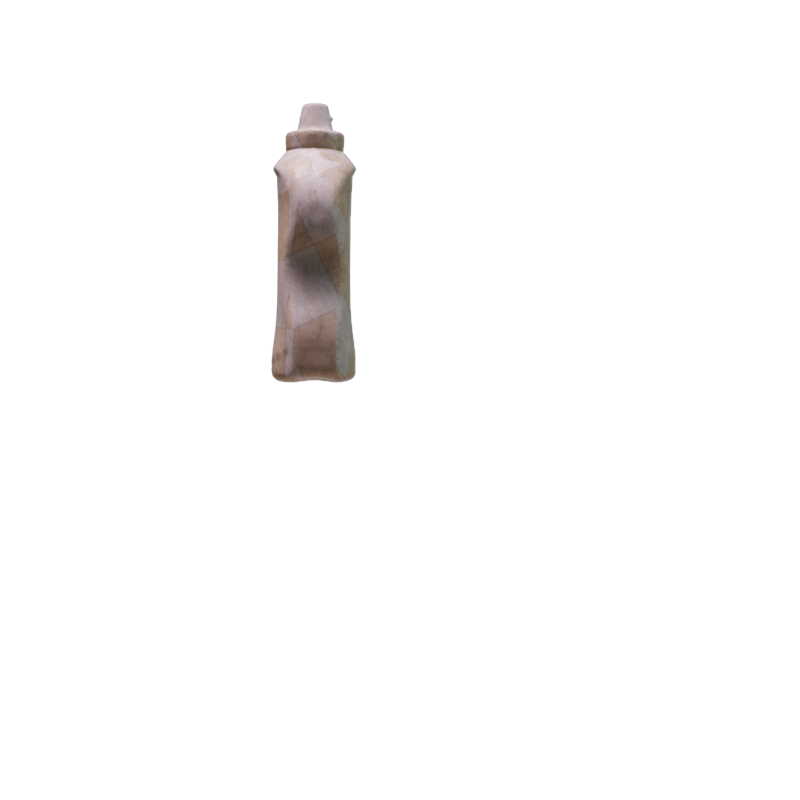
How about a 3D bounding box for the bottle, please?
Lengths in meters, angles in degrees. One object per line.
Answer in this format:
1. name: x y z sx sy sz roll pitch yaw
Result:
1. bottle: -0.060 -0.110 0.768 0.058 0.194 0.095 0 -3 -2
